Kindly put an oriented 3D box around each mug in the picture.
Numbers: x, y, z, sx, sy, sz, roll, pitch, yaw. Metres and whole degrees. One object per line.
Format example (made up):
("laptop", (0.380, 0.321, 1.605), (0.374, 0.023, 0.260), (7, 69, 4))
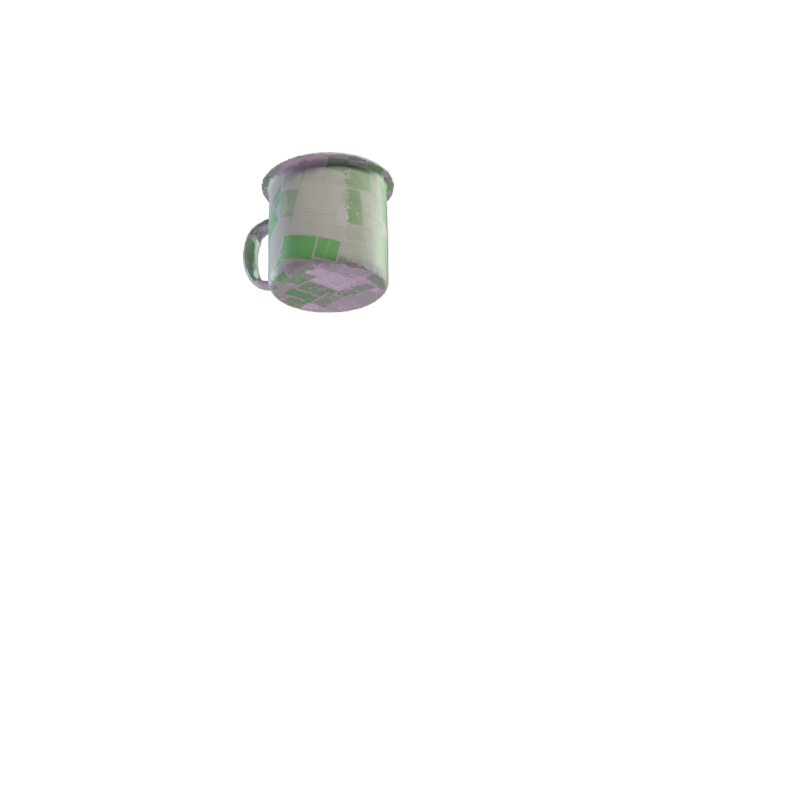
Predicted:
("mug", (-0.060, -0.109, 0.766), (0.119, 0.086, 0.087), (-13, -26, 27))
